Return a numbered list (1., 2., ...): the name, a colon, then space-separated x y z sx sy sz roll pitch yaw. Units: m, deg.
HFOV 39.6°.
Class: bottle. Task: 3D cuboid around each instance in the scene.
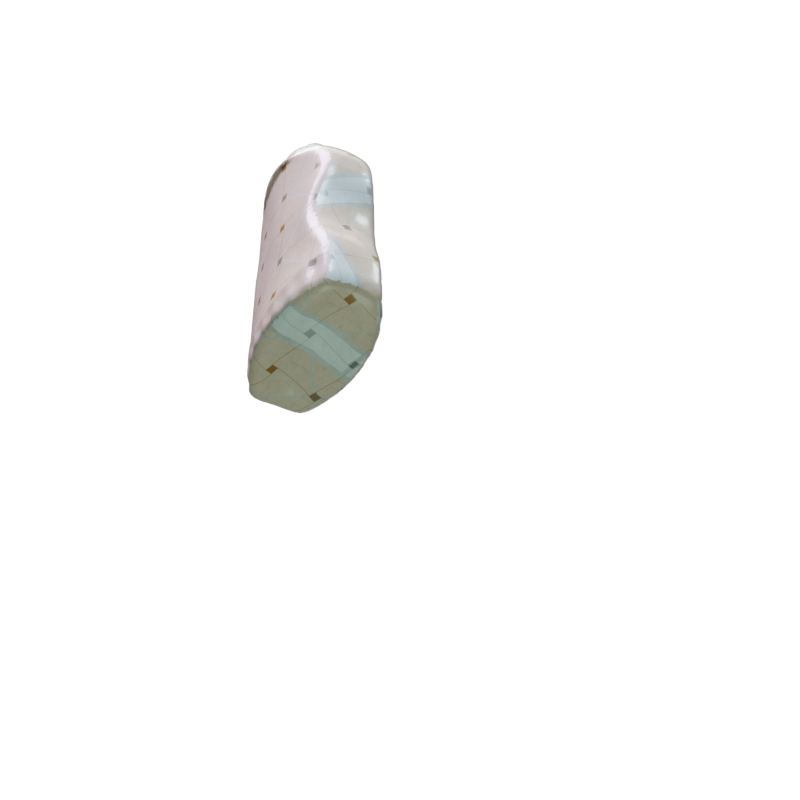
1. bottle: -0.049 -0.091 0.637 0.056 0.092 0.206 19 37 -20
